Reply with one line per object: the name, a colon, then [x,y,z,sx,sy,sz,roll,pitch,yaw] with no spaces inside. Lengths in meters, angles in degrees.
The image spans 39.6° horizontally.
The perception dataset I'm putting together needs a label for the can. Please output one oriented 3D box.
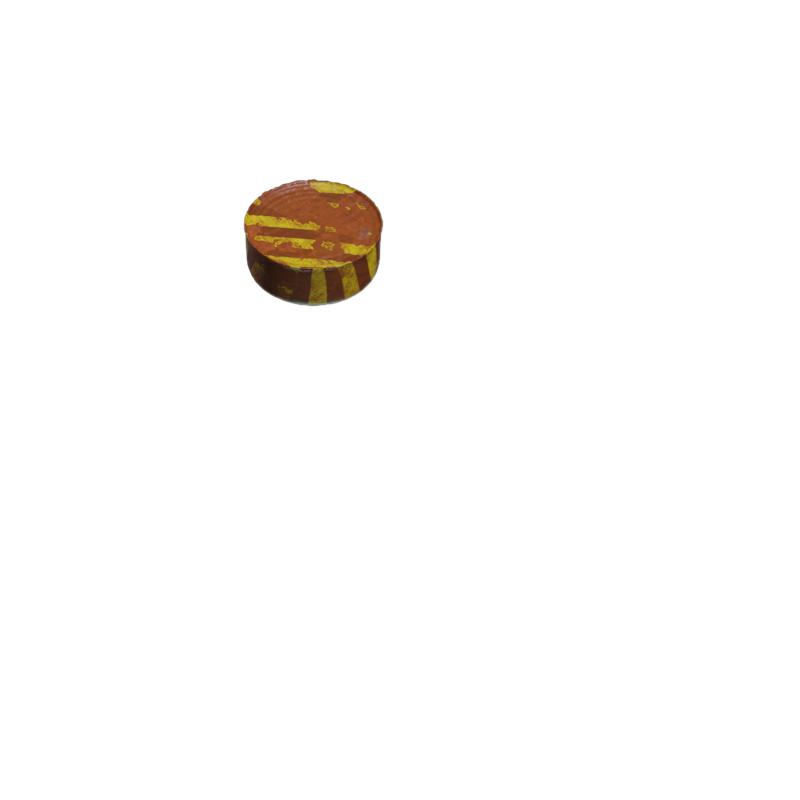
can: [-0.054,-0.099,0.693,0.086,0.092,0.031,-1,-45,-1]
